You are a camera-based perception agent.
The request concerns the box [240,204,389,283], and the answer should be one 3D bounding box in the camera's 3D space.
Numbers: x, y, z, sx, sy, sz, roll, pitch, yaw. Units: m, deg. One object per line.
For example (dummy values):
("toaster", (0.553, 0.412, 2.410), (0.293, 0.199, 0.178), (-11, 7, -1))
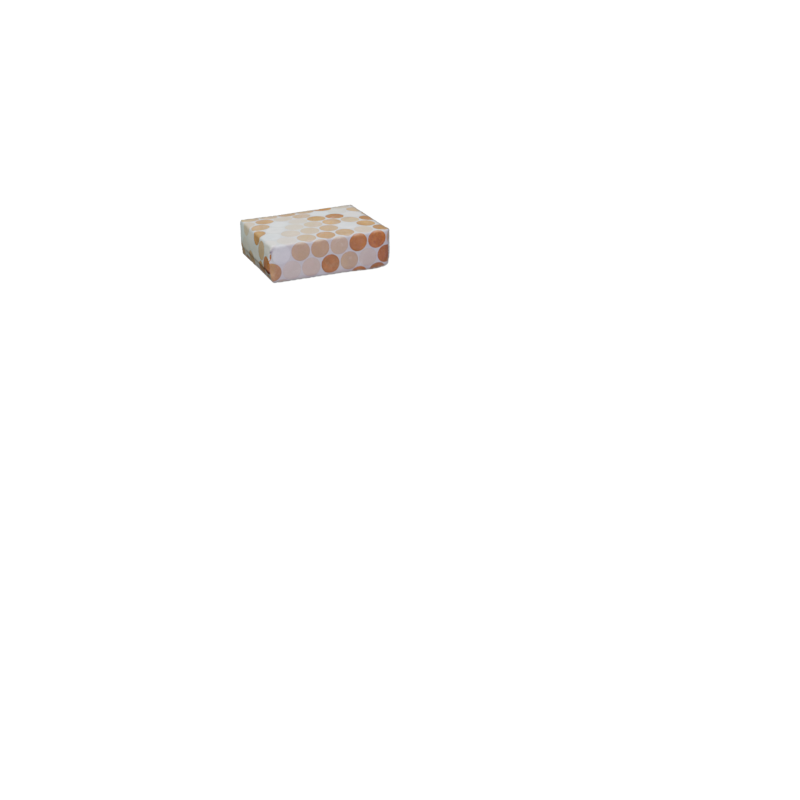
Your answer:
("box", (-0.078, -0.142, 0.992), (0.111, 0.037, 0.096), (-10, 26, -20))
